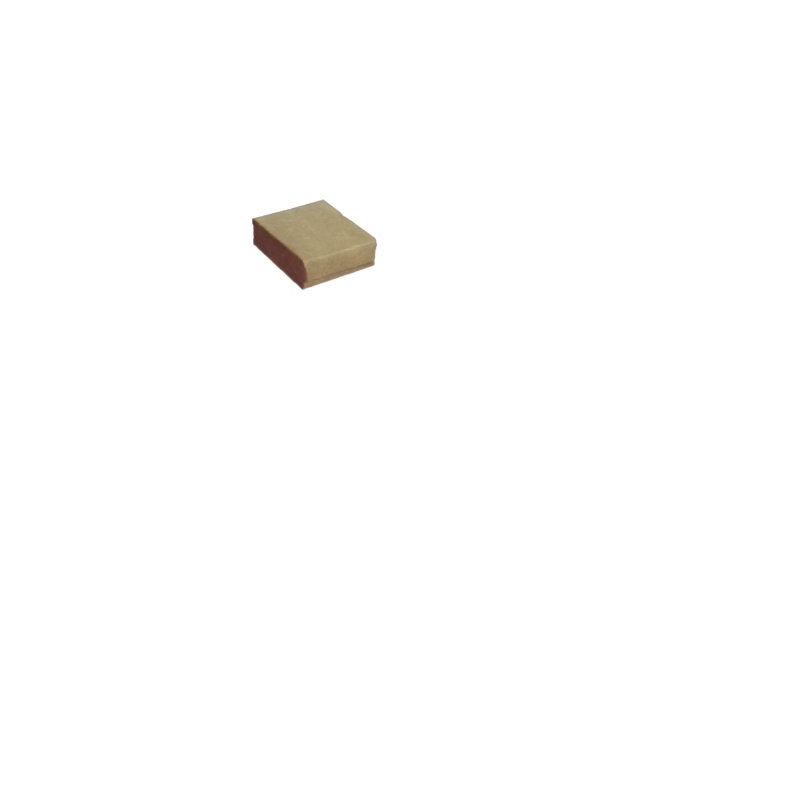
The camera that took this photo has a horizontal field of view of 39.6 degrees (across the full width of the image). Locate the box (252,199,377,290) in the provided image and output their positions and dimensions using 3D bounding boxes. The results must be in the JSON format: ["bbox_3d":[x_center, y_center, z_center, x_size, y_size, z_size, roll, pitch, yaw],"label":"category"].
[{"bbox_3d":[-0.074,-0.135,0.945,0.072,0.028,0.096,-20,39,-26],"label":"box"}]
